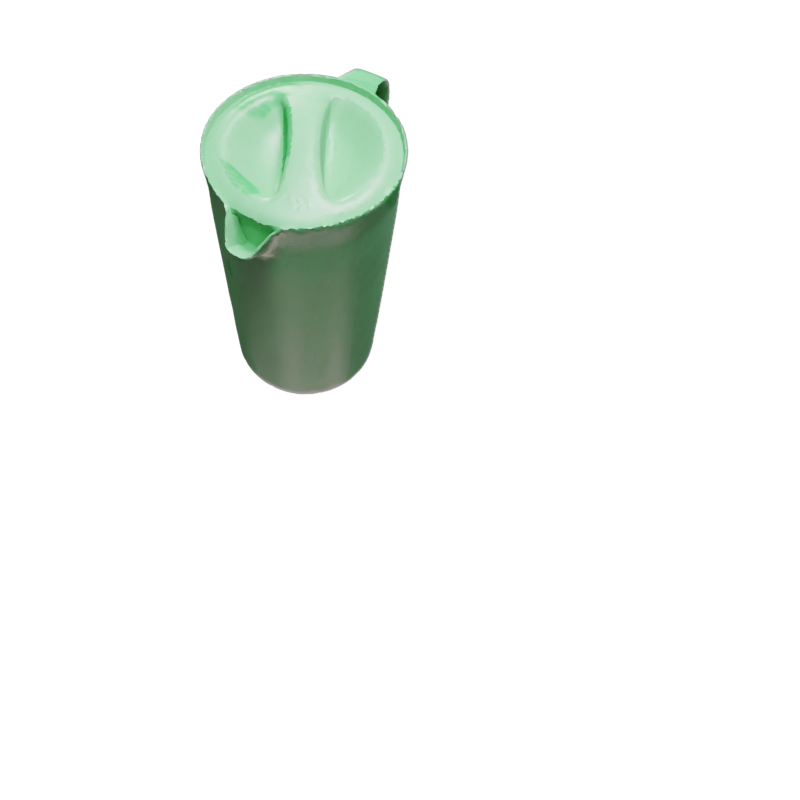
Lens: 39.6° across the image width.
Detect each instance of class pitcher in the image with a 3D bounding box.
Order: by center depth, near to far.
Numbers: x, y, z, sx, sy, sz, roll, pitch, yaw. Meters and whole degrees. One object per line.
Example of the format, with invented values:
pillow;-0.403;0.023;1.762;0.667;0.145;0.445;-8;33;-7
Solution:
pitcher;-0.063;-0.115;0.804;0.148;0.156;0.228;-14;-30;-12
